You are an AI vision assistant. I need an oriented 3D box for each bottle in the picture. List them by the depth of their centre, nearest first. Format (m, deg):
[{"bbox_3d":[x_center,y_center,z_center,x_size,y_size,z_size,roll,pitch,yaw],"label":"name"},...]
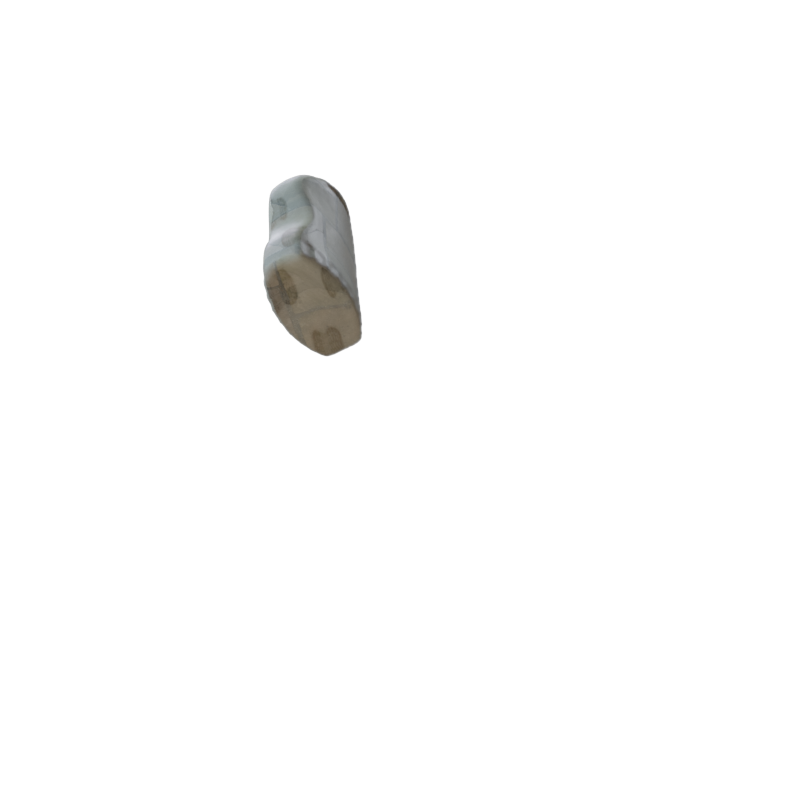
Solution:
[{"bbox_3d":[-0.070,-0.127,0.888,0.058,0.090,0.205,-28,33,16],"label":"bottle"}]
